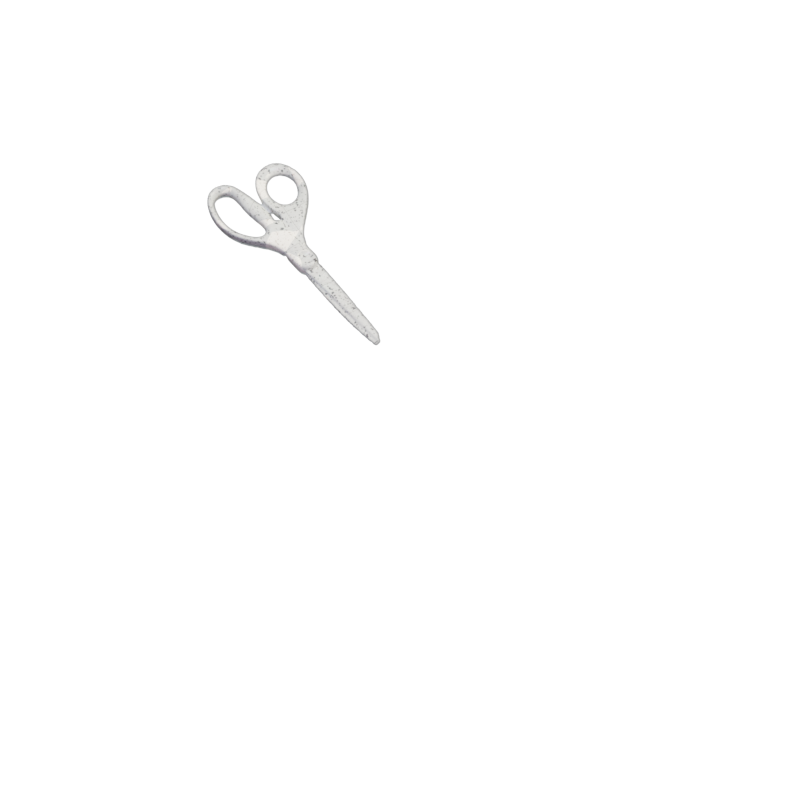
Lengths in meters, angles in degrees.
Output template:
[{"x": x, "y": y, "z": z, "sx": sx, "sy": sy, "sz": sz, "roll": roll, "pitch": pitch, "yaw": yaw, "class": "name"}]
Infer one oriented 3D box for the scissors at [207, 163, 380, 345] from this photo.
[{"x": -0.074, "y": -0.135, "z": 0.946, "sx": 0.210, "sy": 0.098, "sz": 0.015, "roll": 33, "pitch": -24, "yaw": 17, "class": "scissors"}]
